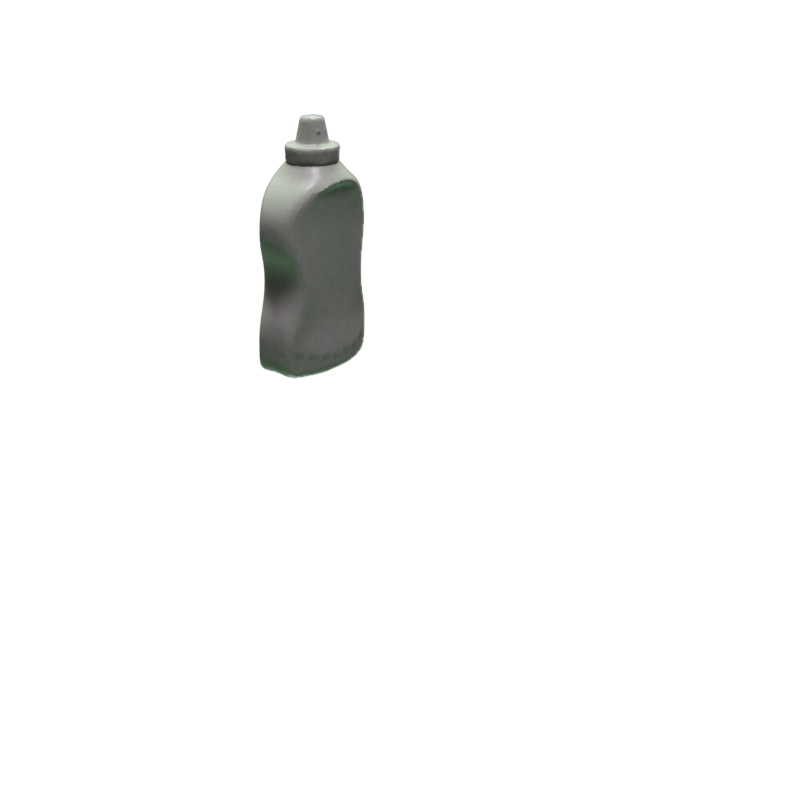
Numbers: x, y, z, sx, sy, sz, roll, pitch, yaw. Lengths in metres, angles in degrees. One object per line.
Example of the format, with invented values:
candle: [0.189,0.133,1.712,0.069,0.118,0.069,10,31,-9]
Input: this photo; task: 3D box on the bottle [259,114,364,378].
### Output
bottle: [-0.066,-0.120,0.839,0.062,0.184,0.095,15,23,36]
